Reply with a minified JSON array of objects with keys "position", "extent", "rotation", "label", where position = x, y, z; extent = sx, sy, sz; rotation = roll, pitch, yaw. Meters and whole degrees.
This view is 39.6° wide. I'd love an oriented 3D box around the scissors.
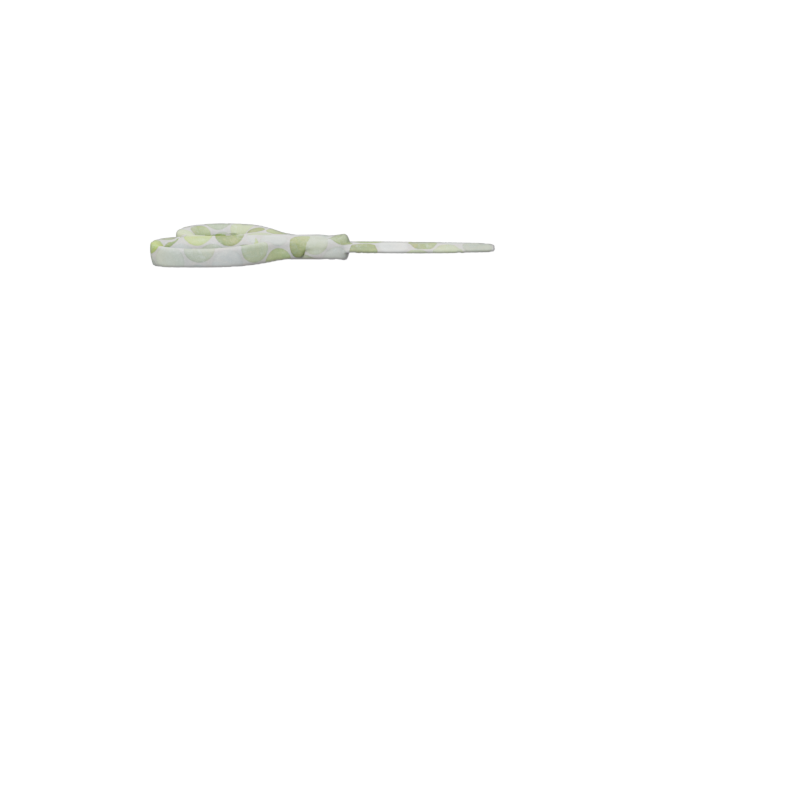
[{"position":[-0.054,-0.098,0.684],"extent":[0.199,0.015,0.101],"rotation":[-4,19,-13],"label":"scissors"}]
